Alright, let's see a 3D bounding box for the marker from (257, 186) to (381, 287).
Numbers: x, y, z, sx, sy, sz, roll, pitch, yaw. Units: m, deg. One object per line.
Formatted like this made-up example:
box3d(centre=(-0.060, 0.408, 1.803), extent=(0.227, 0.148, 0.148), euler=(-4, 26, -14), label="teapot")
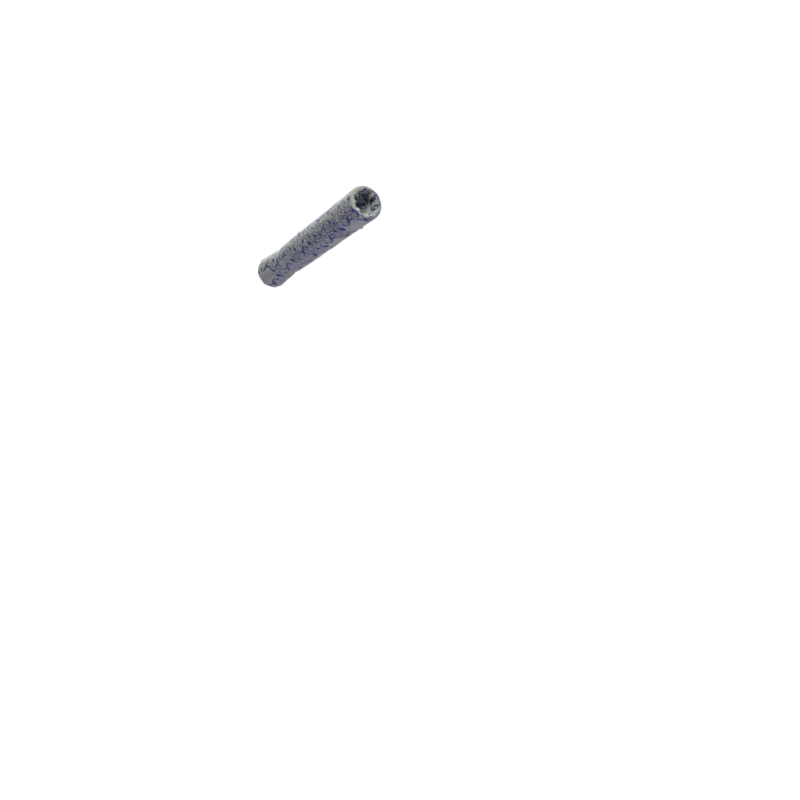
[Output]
box3d(centre=(-0.048, -0.087, 0.611), extent=(0.019, 0.020, 0.121), euler=(-2, -12, -31), label="marker")
